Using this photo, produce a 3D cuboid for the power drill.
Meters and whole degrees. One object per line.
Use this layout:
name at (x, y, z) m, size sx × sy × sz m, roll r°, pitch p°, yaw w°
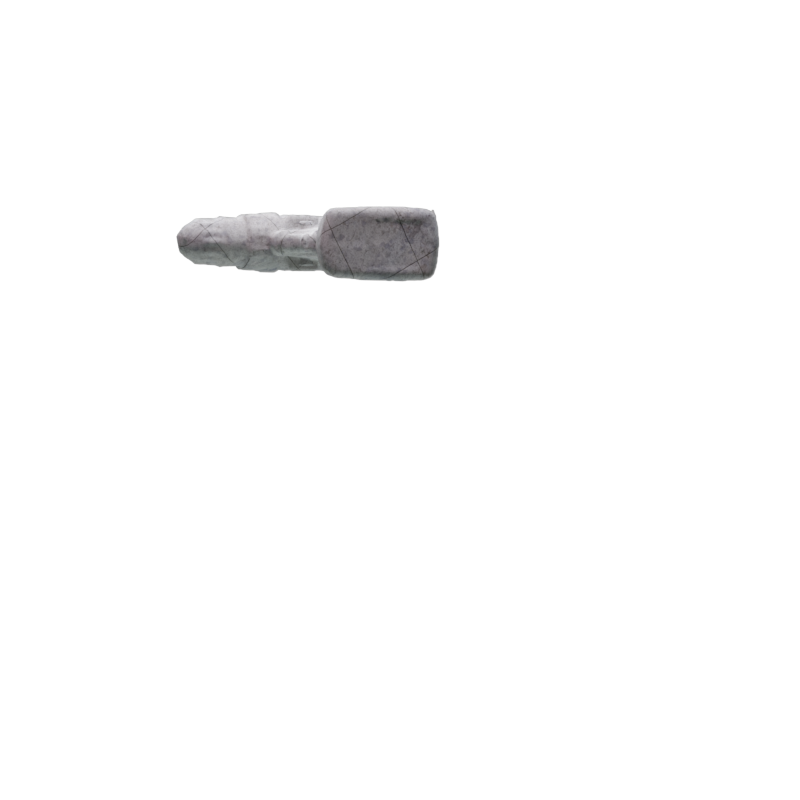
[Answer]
power drill at (-0.071, -0.130, 0.909) m, size 0.179 × 0.057 × 0.196 m, roll -5°, pitch 10°, yaw -28°
